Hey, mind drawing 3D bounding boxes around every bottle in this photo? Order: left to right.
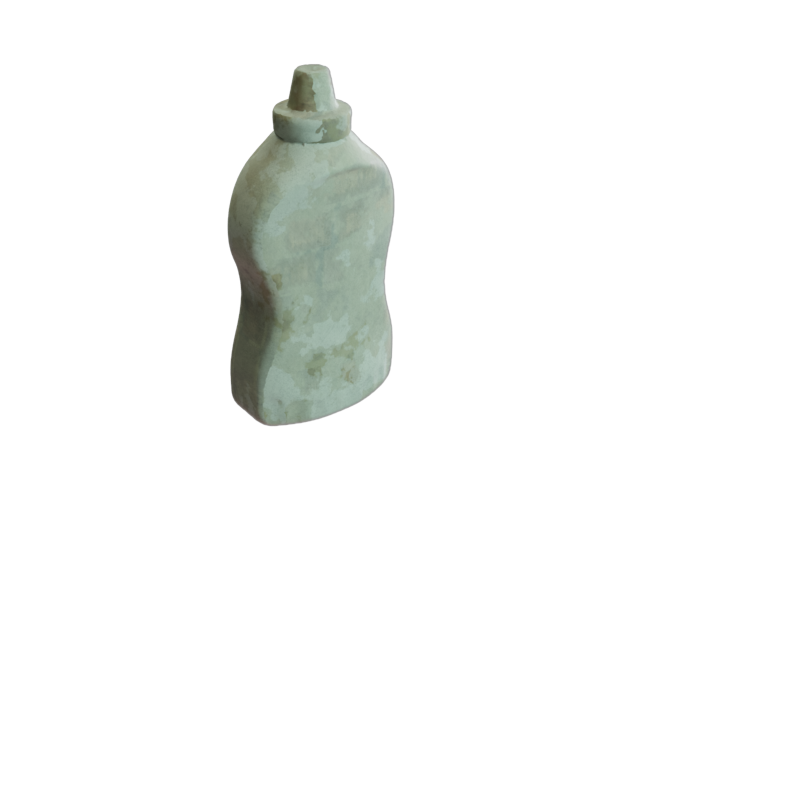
[{"bbox_3d":[-0.047,-0.085,0.597,0.095,0.181,0.063,-18,33,-33],"label":"bottle"}]
